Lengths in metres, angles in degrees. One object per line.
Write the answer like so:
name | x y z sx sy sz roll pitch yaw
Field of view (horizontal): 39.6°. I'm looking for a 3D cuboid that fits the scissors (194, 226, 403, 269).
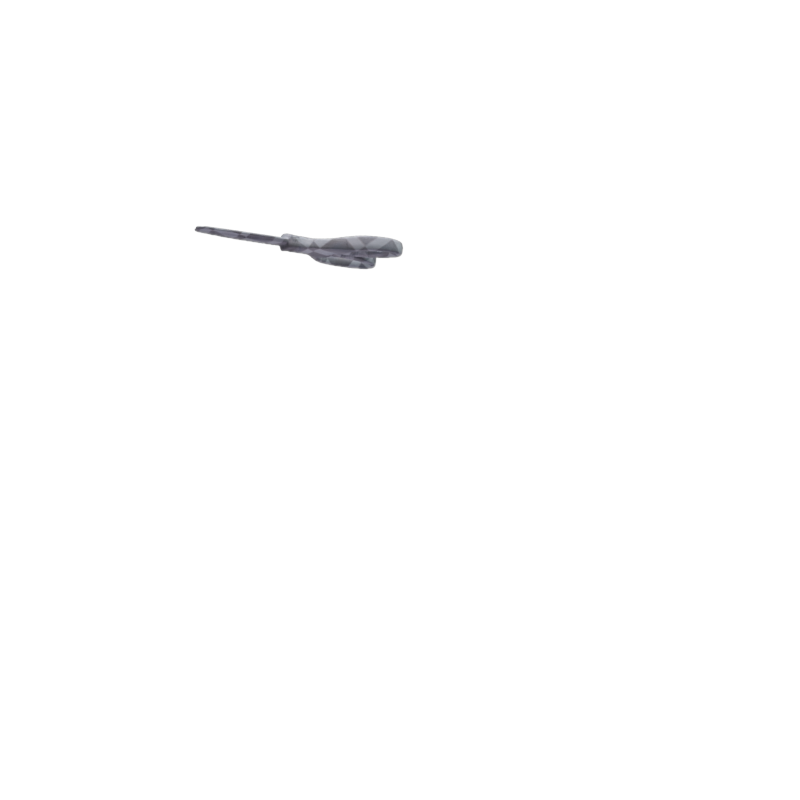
scissors | -0.077 -0.140 0.983 0.099 0.016 0.191 -4 -7 38
